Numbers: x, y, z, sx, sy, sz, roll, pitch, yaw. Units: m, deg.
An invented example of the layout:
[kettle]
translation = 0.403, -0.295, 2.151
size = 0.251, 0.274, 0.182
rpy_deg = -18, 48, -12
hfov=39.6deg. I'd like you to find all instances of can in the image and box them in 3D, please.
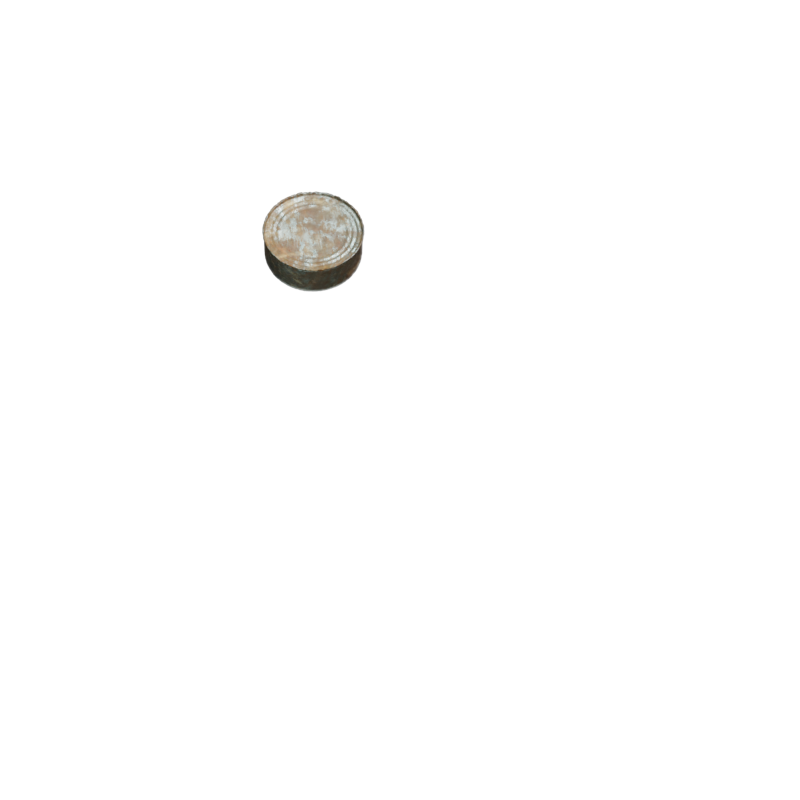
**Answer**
[can]
translation = -0.074, -0.135, 0.946
size = 0.086, 0.092, 0.031
rpy_deg = -1, -35, -1
